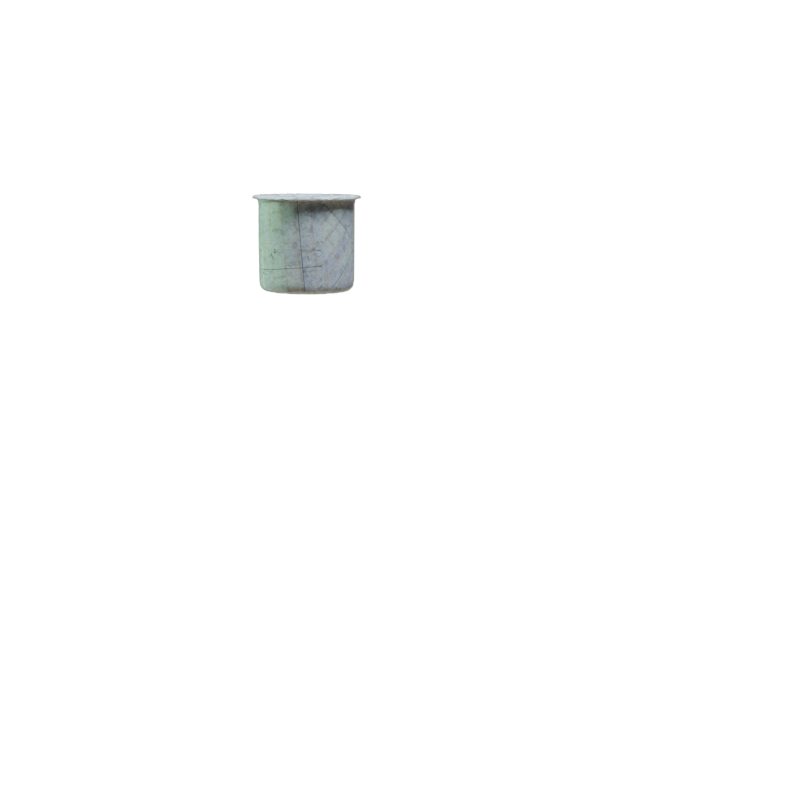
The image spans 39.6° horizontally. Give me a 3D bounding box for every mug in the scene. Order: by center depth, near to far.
[{"bbox_3d":[-0.075,-0.137,0.960,0.096,0.080,0.115,5,11,25],"label":"mug"}]
